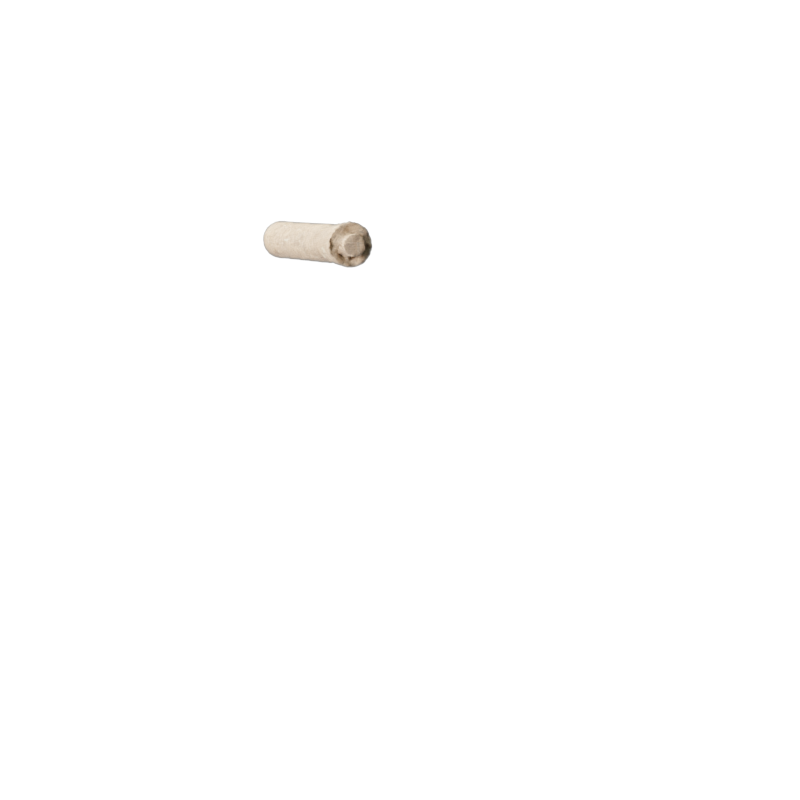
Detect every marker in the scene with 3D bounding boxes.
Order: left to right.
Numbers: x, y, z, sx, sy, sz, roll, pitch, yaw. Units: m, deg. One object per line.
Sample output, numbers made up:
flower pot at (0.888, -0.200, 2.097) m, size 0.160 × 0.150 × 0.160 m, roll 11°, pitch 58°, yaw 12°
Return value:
marker at (-0.039, -0.072, 0.504) m, size 0.019 × 0.019 × 0.125 m, roll -1°, pitch 9°, yaw -20°
